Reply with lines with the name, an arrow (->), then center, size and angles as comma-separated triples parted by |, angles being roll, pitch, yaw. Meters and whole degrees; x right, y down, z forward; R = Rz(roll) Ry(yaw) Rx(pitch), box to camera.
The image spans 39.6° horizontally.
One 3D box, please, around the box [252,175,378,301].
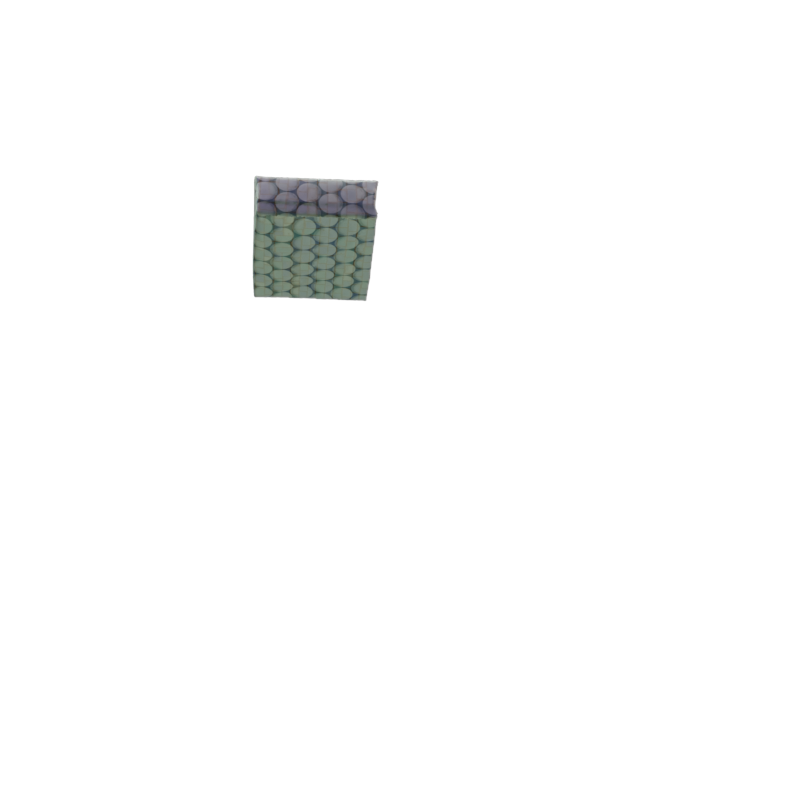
box -> -0.065, -0.118, 0.826 | 0.089, 0.041, 0.107 | 2, -29, -4
